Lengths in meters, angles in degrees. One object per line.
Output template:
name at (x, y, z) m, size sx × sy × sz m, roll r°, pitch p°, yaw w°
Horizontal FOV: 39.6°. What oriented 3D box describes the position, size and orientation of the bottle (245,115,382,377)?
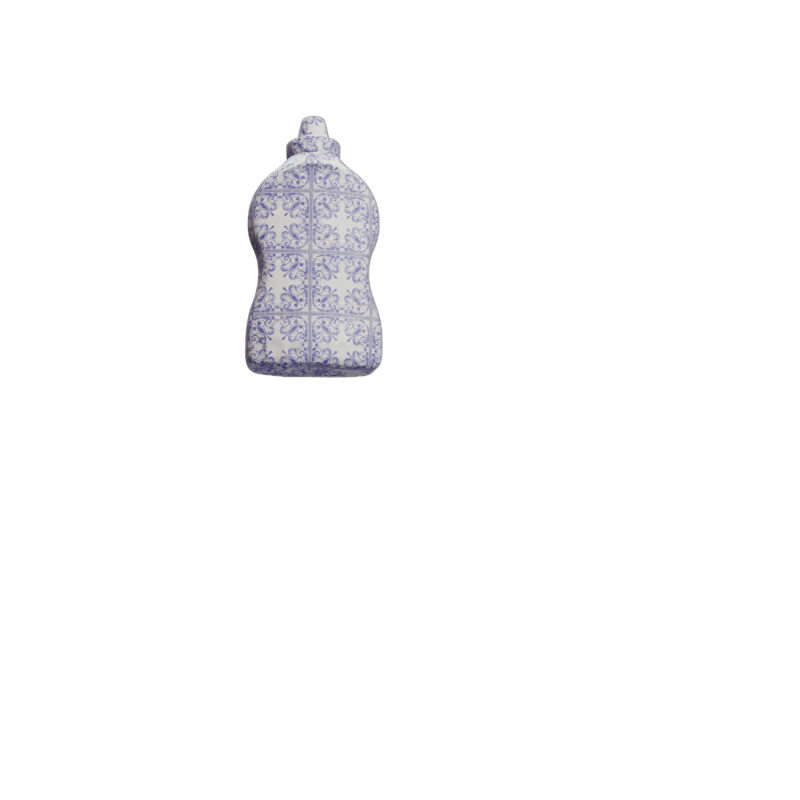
bottle at (-0.063, -0.115, 0.804) m, size 0.095 × 0.199 × 0.057 m, roll 1°, pitch -15°, yaw -6°
